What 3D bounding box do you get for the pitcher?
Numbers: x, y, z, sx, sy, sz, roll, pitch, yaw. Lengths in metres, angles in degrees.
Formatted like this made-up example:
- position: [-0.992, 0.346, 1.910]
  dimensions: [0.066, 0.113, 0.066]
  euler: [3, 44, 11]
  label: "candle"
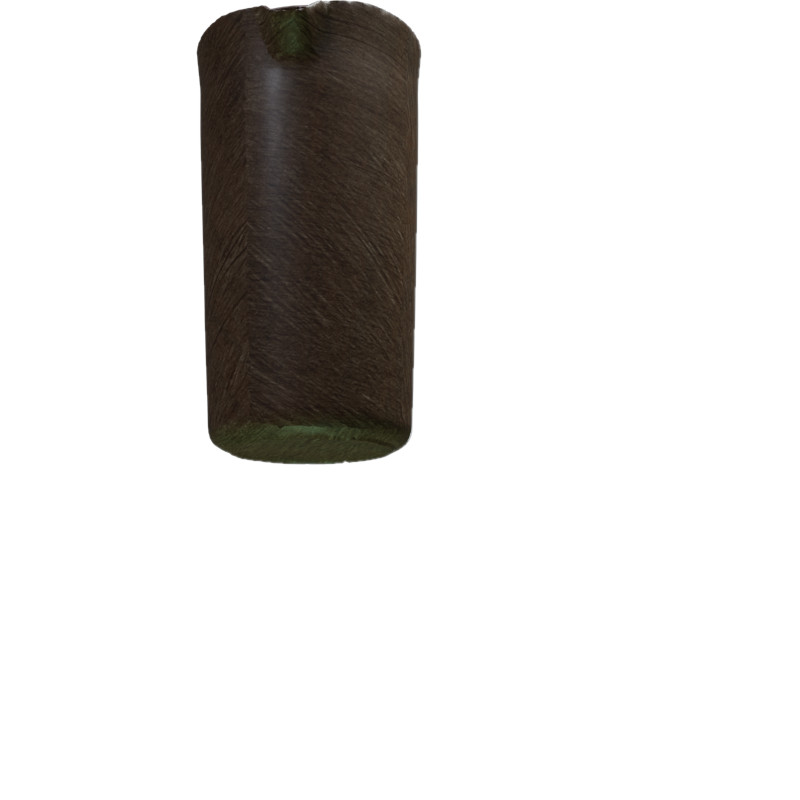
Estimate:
- position: [-0.050, -0.090, 0.633]
  dimensions: [0.141, 0.254, 0.146]
  euler: [13, -22, -39]
  label: "pitcher"
